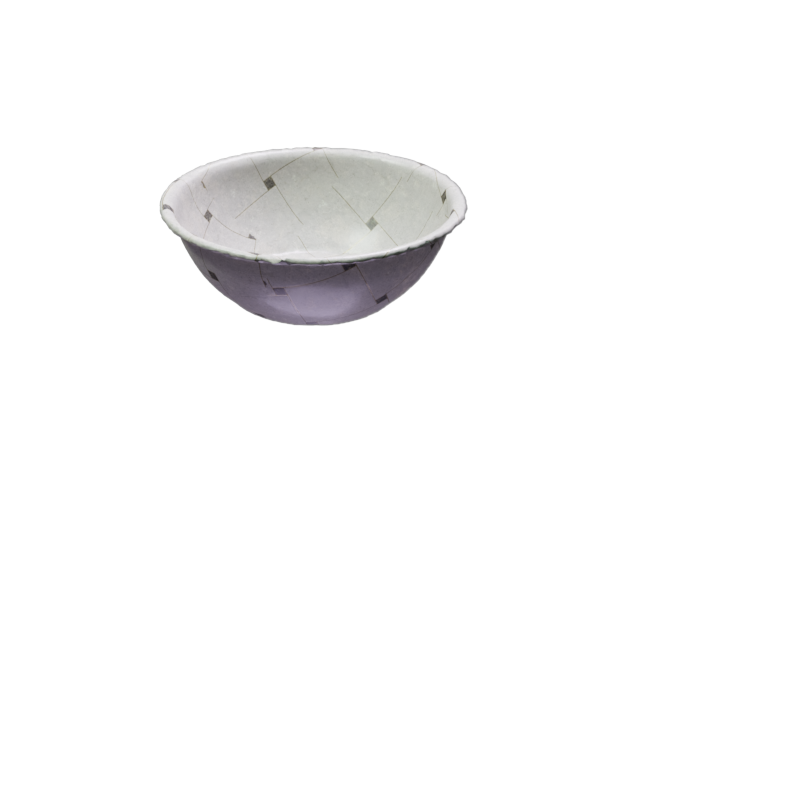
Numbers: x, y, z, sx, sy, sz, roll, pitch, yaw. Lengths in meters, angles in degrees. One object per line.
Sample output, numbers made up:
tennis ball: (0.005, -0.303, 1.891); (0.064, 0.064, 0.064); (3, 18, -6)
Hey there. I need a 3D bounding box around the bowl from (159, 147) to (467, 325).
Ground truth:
bowl: (-0.047, -0.085, 0.595); (0.162, 0.052, 0.172); (-1, 30, -2)
